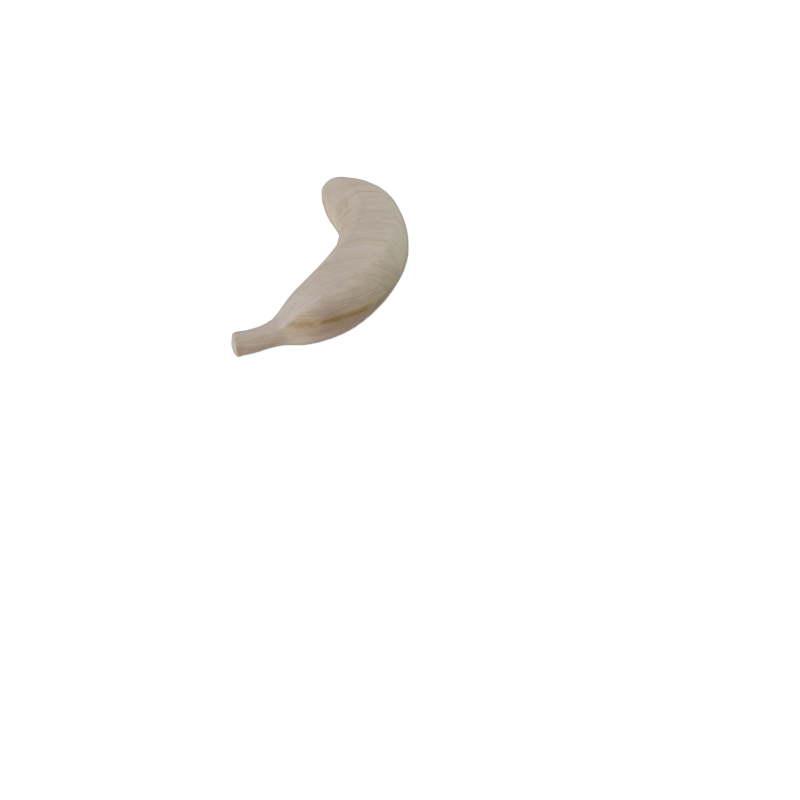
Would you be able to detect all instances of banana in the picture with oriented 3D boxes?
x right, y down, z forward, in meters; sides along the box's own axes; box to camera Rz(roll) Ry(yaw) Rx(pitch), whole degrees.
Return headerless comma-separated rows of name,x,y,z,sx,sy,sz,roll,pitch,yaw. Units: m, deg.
banana,-0.029,-0.081,0.588,0.071,0.035,0.206,5,30,9
